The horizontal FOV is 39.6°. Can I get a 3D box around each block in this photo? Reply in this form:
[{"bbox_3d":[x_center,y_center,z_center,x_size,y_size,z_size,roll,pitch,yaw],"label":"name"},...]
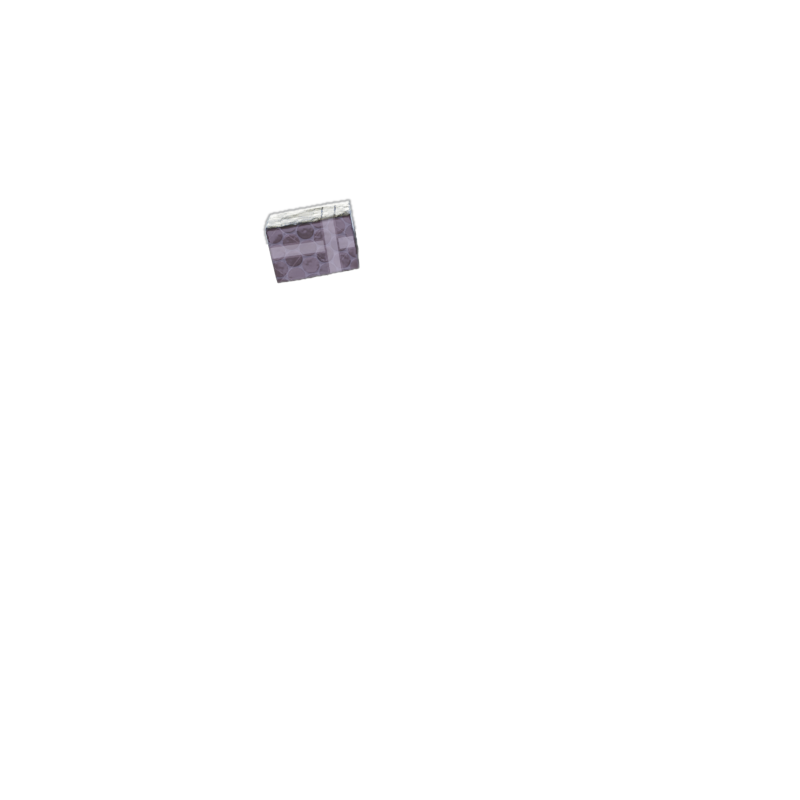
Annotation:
[{"bbox_3d":[-0.078,-0.143,1.000,0.078,0.050,0.054,-9,21,2],"label":"block"}]
